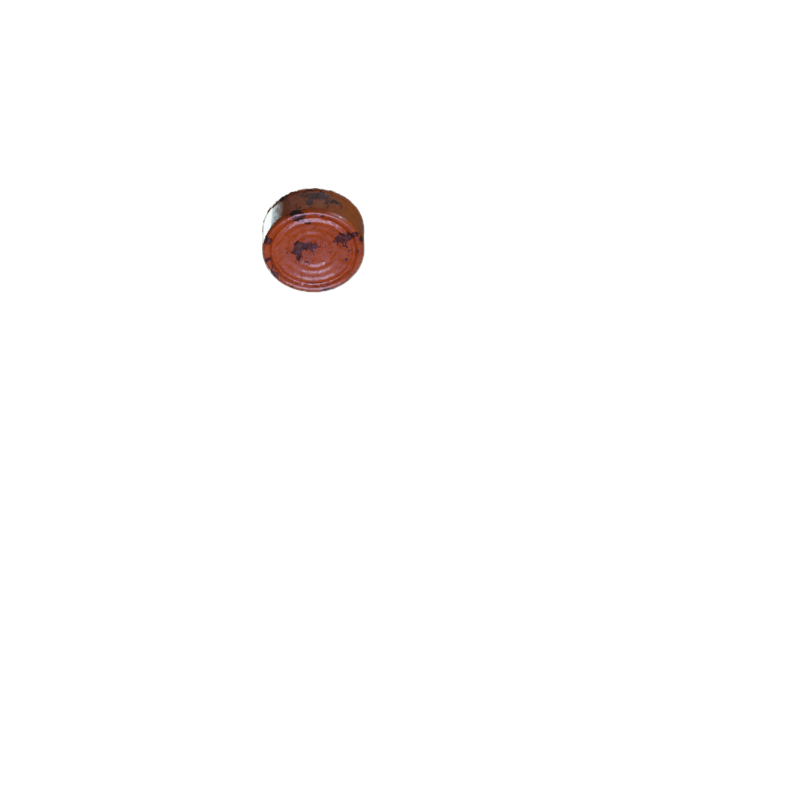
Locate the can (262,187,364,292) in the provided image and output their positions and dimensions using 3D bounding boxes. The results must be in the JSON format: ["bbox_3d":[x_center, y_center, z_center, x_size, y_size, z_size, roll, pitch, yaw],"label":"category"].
[{"bbox_3d":[-0.072,-0.131,0.918,0.086,0.080,0.036,1,40,-1],"label":"can"}]
